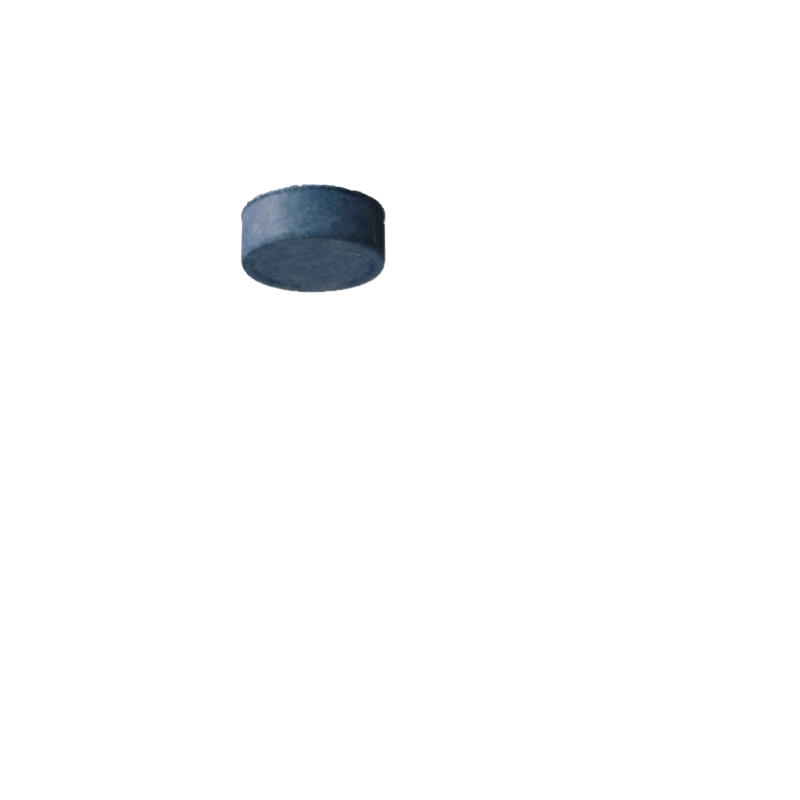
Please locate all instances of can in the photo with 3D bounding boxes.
[{"bbox_3d":[-0.051,-0.093,0.650,0.086,0.035,0.082,0,-17,-2],"label":"can"}]
